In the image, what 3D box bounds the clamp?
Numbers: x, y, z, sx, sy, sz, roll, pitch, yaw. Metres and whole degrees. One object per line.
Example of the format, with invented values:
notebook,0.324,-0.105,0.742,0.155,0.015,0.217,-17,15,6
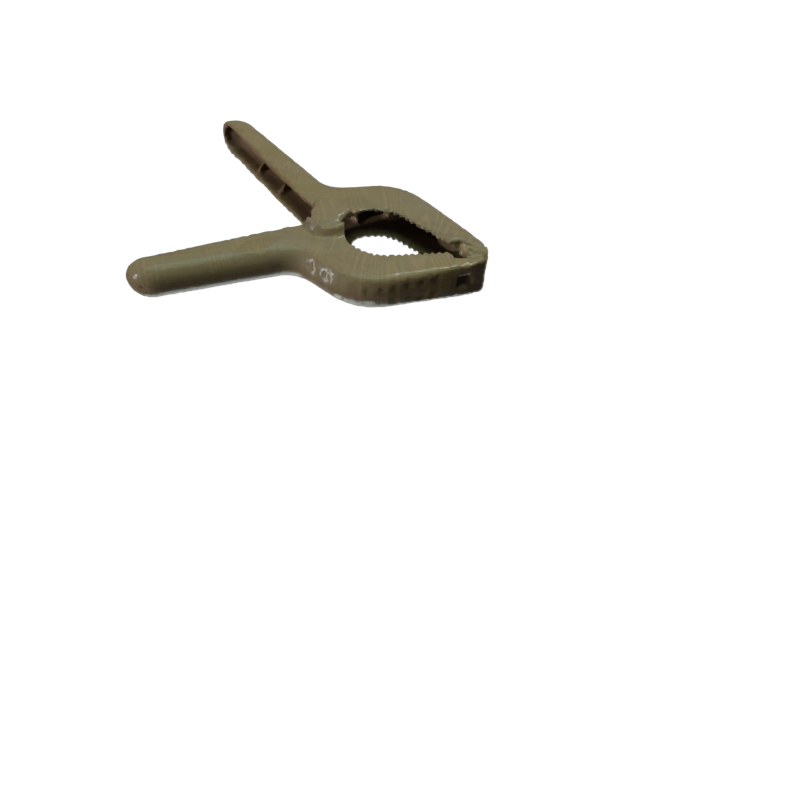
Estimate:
clamp,-0.054,-0.098,0.686,0.217,0.034,0.171,19,50,16
